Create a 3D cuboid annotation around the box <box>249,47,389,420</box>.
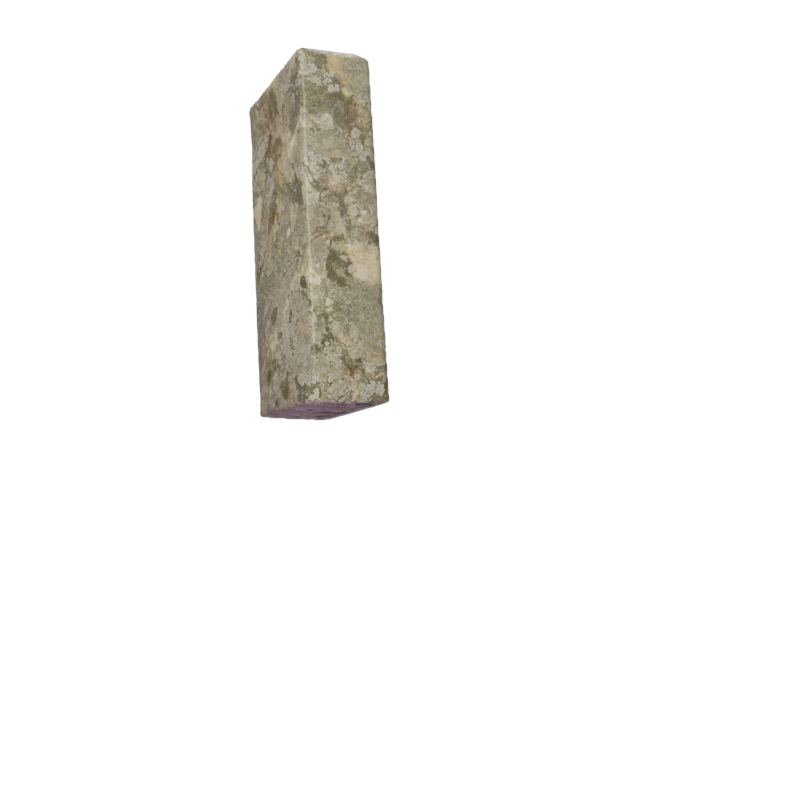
[{"bbox_3d":[-0.044,-0.082,0.573,0.047,0.182,0.093,4,-13,-22],"label":"box"}]
